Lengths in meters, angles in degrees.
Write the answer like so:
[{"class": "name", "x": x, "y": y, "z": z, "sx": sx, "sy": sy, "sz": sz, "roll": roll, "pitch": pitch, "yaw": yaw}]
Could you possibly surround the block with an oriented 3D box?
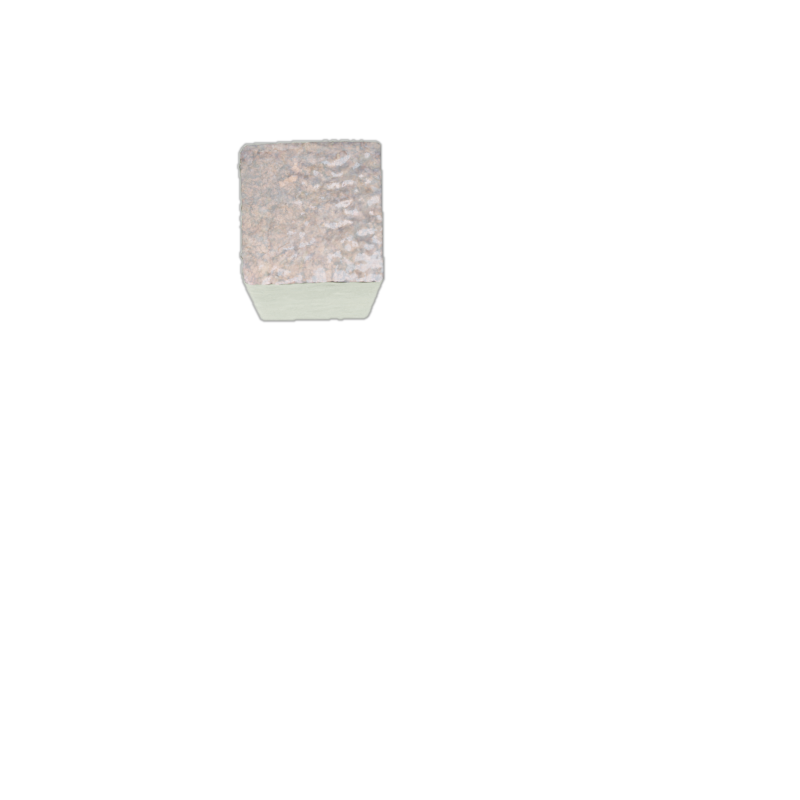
[{"class": "block", "x": -0.062, "y": -0.112, "z": 0.781, "sx": 0.090, "sy": 0.092, "sz": 0.203, "roll": -2, "pitch": -3, "yaw": -4}]
